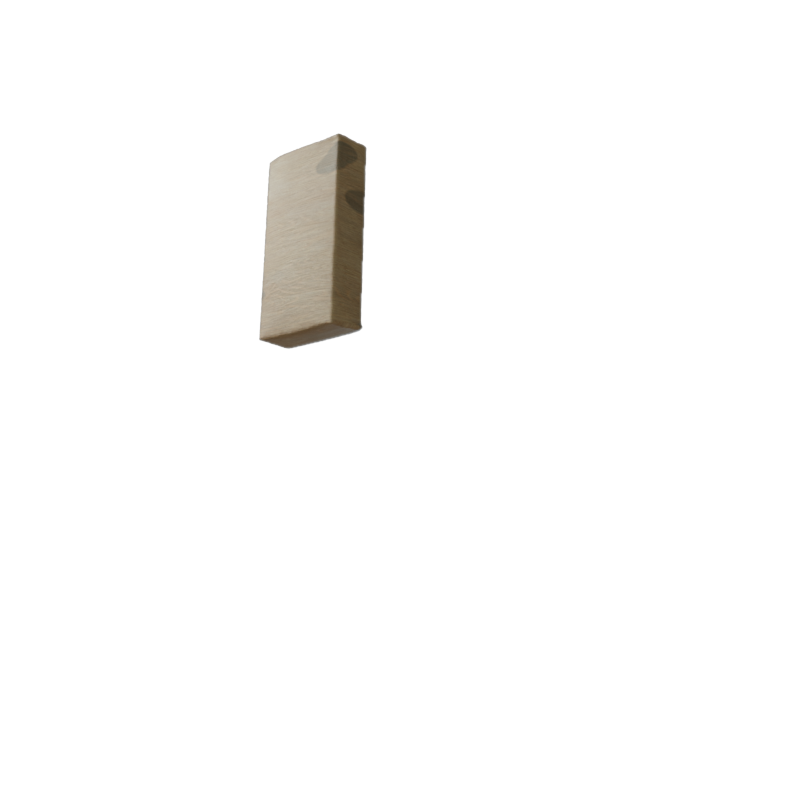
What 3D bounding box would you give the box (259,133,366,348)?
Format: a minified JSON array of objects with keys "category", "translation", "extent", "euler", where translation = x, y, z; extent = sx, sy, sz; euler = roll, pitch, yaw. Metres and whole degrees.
[{"category":"box","translation":[-0.078,-0.141,0.990],"extent":[0.095,0.184,0.045],"euler":[-16,-23,39]}]
